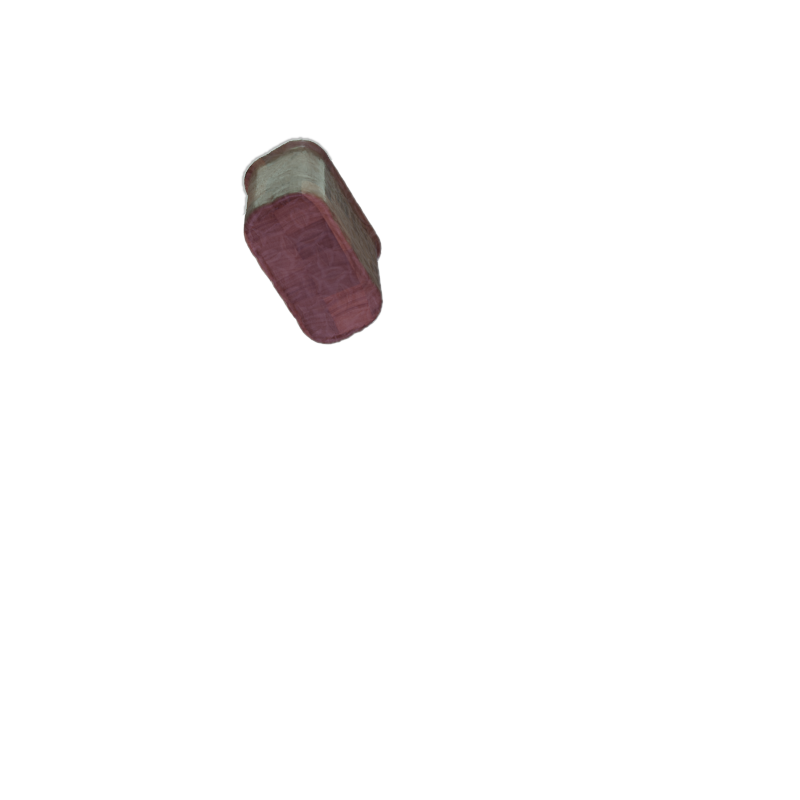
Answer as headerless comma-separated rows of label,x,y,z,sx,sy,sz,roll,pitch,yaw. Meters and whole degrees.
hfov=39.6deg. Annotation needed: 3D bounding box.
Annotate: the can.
can,-0.052,-0.095,0.663,0.057,0.096,0.089,-28,25,12
